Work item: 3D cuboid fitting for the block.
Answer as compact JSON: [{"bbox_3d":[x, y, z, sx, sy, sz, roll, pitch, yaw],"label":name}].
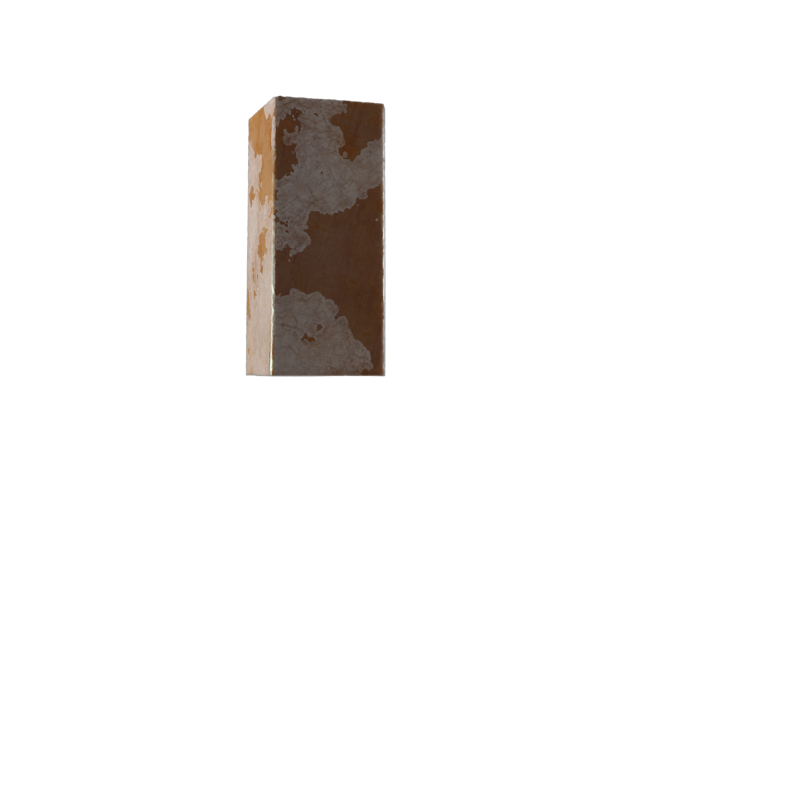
[{"bbox_3d":[-0.066,-0.122,0.857,0.088,0.209,0.092,1,-5,-19],"label":"block"}]
